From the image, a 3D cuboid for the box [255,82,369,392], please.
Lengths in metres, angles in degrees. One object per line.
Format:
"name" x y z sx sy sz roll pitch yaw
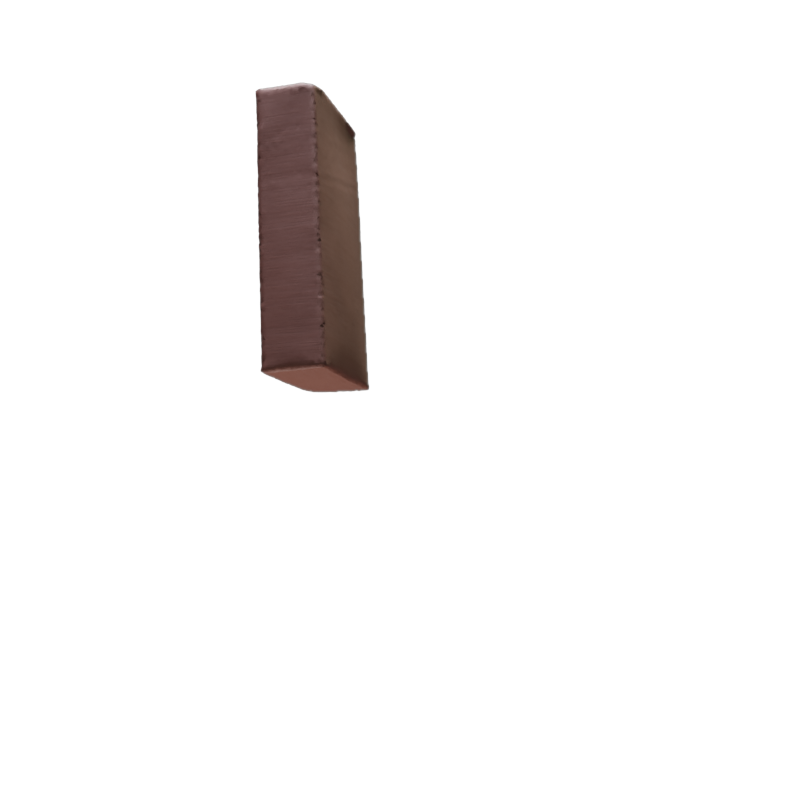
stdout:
"box" -0.053 -0.098 0.685 0.049 0.183 0.089 -5 -14 15
